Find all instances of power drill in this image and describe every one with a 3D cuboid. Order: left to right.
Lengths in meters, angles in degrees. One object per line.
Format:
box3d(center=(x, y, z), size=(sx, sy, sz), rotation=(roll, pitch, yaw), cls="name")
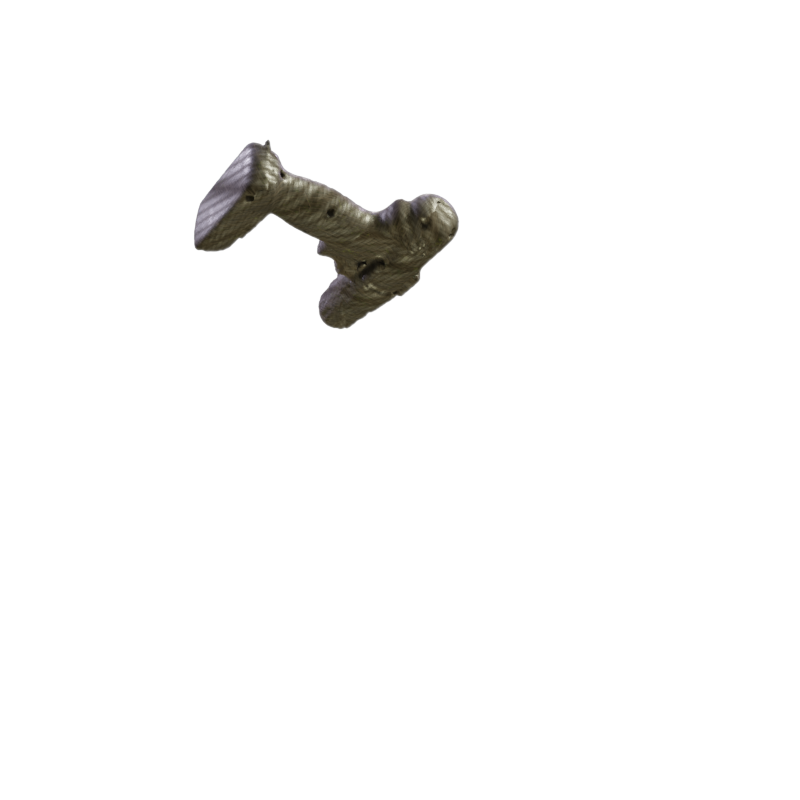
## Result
box3d(center=(-0.072, -0.132, 0.923), size=(0.179, 0.061, 0.180), rotation=(18, -37, -26), cls="power drill")
